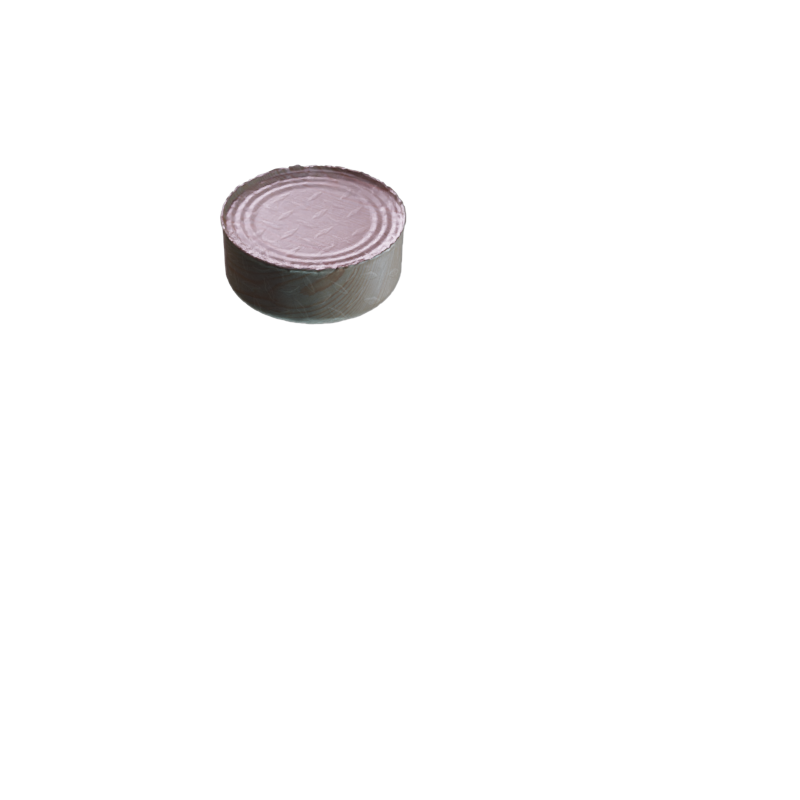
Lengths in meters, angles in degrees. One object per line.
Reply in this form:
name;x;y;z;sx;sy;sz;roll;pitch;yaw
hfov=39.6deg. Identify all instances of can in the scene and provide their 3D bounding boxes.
can;-0.041;-0.074;0.521;0.086;0.031;0.092;-1;41;-2
